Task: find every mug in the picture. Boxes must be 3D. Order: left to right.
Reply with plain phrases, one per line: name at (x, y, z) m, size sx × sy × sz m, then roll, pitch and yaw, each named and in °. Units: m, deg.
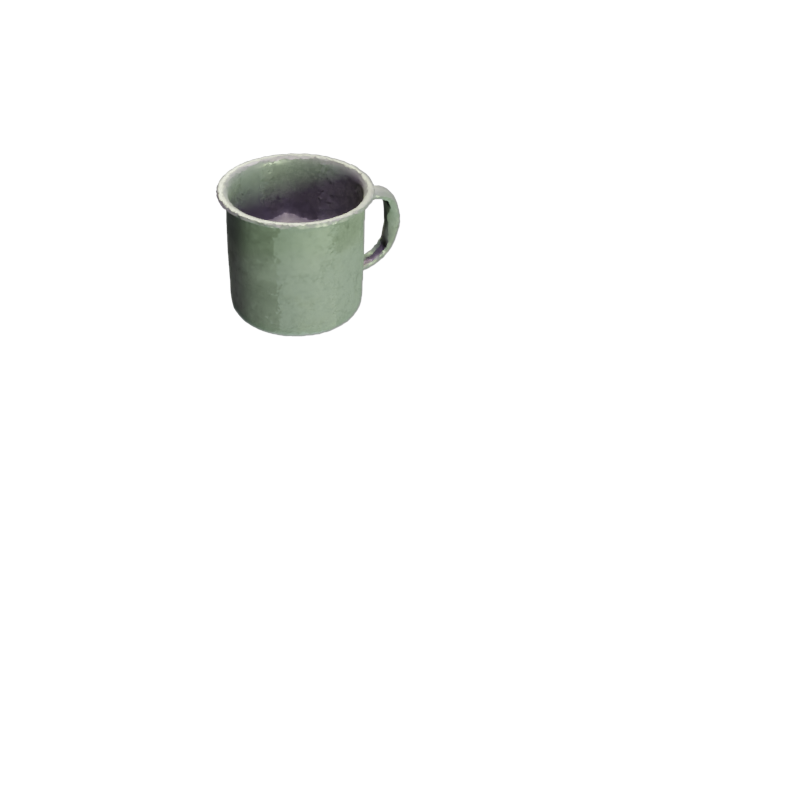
mug at (-0.053, -0.096, 0.674) m, size 0.116 × 0.076 × 0.101 m, roll -19°, pitch 39°, yaw -26°
